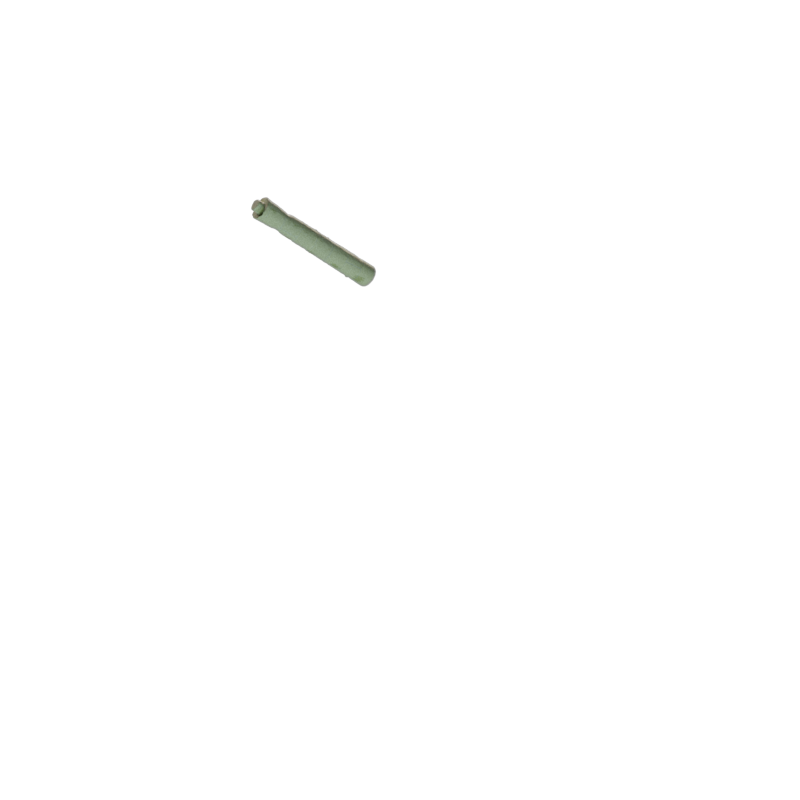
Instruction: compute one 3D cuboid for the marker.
[{"bbox_3d":[-0.068,-0.123,0.865,0.114,0.020,0.020,30,-14,-32],"label":"marker"}]
